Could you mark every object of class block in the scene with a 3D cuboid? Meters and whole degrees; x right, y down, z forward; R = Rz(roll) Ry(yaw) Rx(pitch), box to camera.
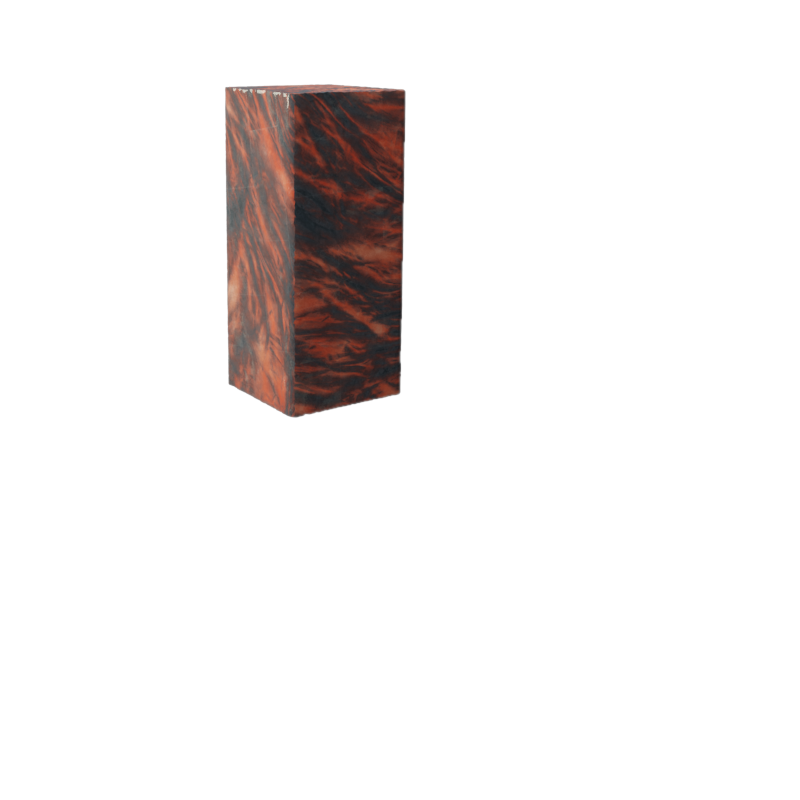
[{"bbox_3d":[-0.059,-0.107,0.747,0.088,0.200,0.095,-8,15,-35],"label":"block"}]
